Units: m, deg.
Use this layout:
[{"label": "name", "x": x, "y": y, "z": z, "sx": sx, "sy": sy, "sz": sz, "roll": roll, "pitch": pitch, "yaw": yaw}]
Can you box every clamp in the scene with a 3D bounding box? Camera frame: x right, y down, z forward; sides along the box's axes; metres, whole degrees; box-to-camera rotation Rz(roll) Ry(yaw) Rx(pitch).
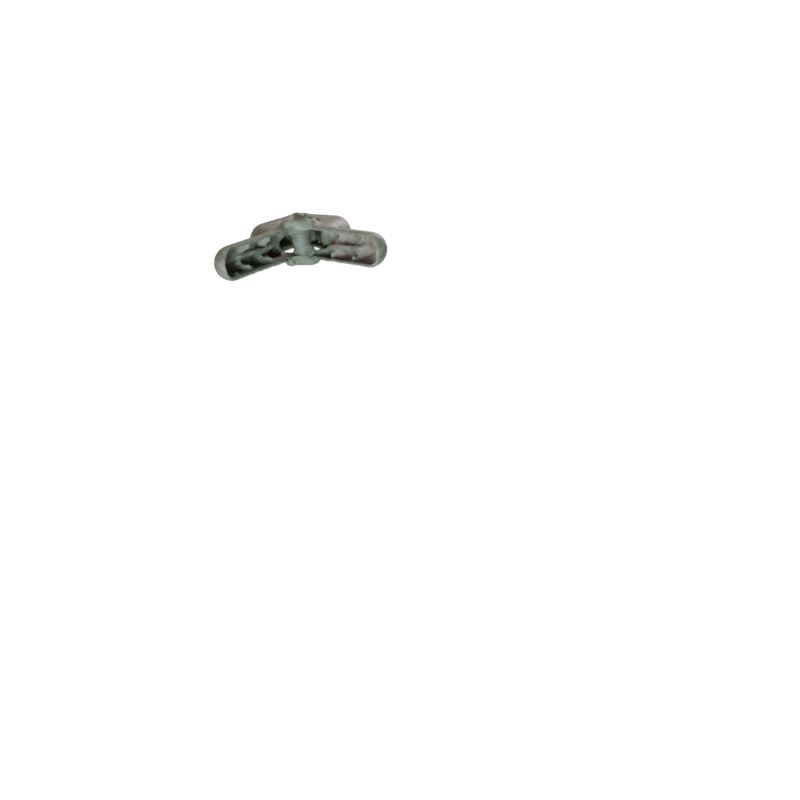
[{"label": "clamp", "x": -0.066, "y": -0.120, "z": 0.840, "sx": 0.121, "sy": 0.038, "sz": 0.176, "roll": 2, "pitch": 19, "yaw": 5}]
